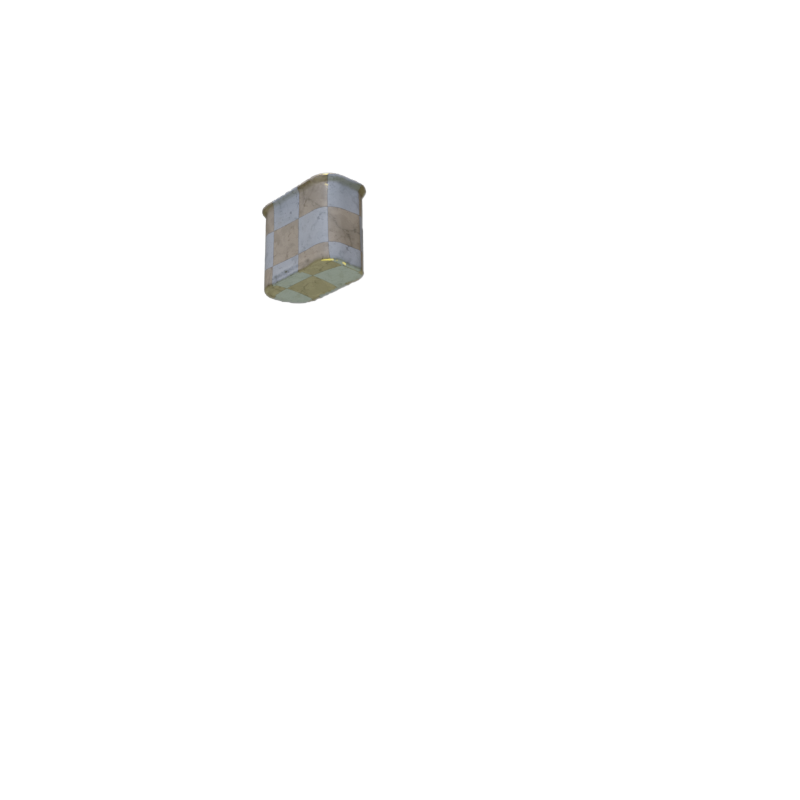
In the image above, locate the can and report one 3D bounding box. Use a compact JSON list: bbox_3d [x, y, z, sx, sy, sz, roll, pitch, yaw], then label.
[{"bbox_3d":[-0.077,-0.140,0.979,0.054,0.088,0.102,20,-30,-39],"label":"can"}]
